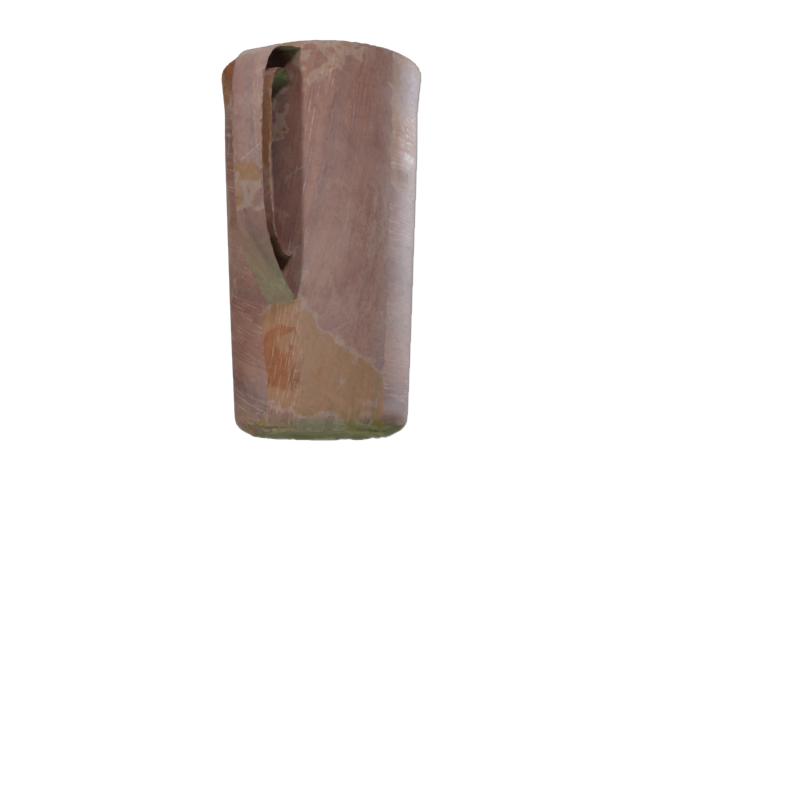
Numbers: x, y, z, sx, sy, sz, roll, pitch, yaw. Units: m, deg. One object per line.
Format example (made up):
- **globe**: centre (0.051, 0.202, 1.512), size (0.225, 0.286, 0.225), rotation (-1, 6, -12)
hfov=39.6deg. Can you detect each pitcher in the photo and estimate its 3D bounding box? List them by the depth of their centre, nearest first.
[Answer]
- **pitcher**: centre (-0.055, -0.101, 0.706), size (0.144, 0.251, 0.145), rotation (4, -13, -24)
